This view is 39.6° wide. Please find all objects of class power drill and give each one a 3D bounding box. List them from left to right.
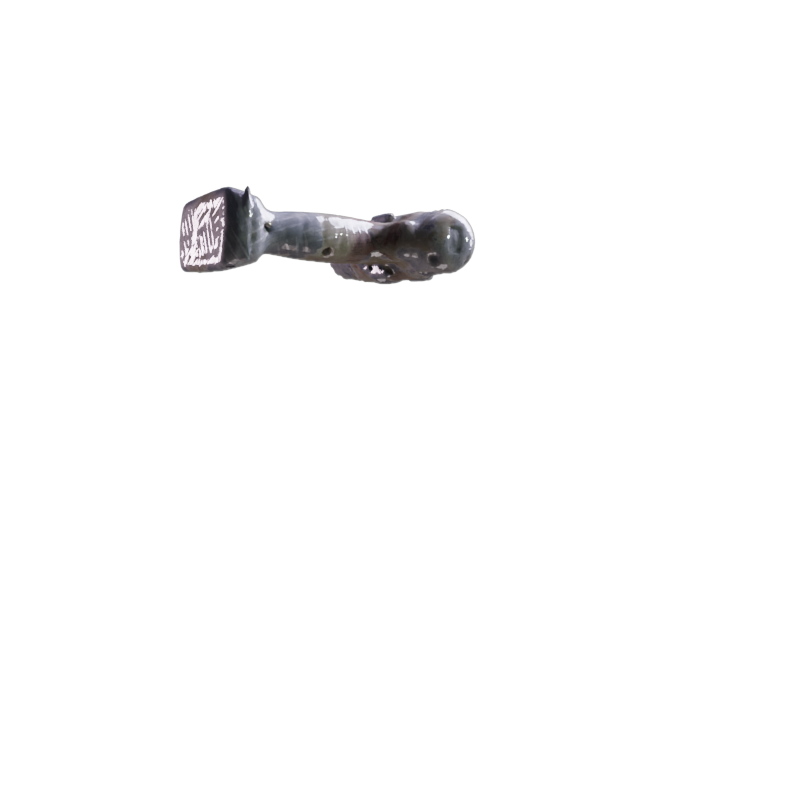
[{"bbox_3d":[-0.065,-0.118,0.825,0.182,0.058,0.189,0,1,-27],"label":"power drill"}]
